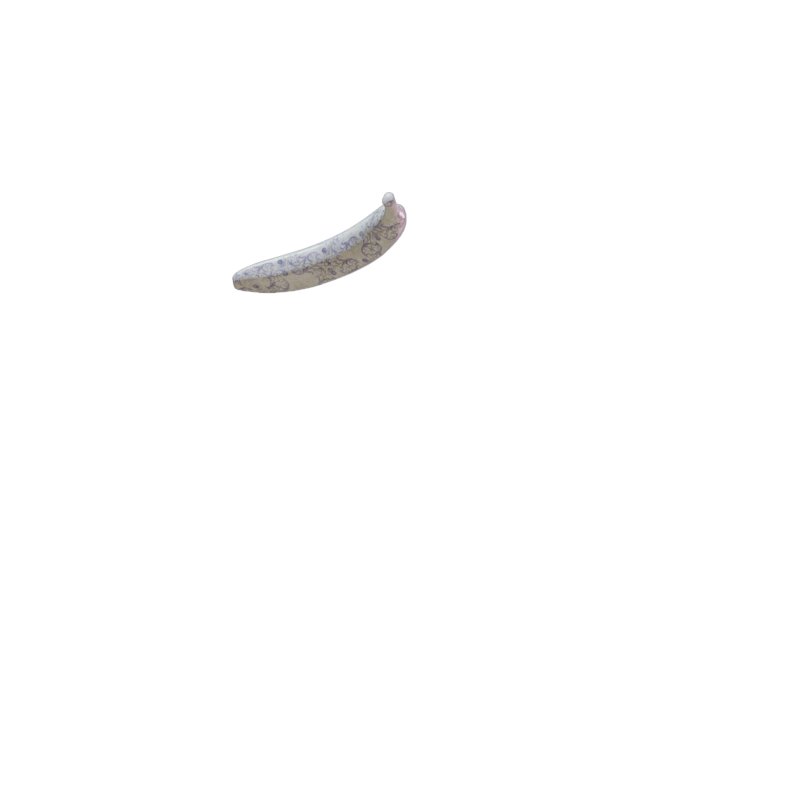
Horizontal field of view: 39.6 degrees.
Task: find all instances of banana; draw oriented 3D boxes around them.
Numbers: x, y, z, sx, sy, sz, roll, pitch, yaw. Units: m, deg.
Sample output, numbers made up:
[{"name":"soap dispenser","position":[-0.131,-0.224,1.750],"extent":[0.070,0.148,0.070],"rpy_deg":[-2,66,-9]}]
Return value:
[{"name":"banana","position":[-0.063,-0.136,1.001],"extent":[0.198,0.039,0.065],"rpy_deg":[-24,-39,34]}]
